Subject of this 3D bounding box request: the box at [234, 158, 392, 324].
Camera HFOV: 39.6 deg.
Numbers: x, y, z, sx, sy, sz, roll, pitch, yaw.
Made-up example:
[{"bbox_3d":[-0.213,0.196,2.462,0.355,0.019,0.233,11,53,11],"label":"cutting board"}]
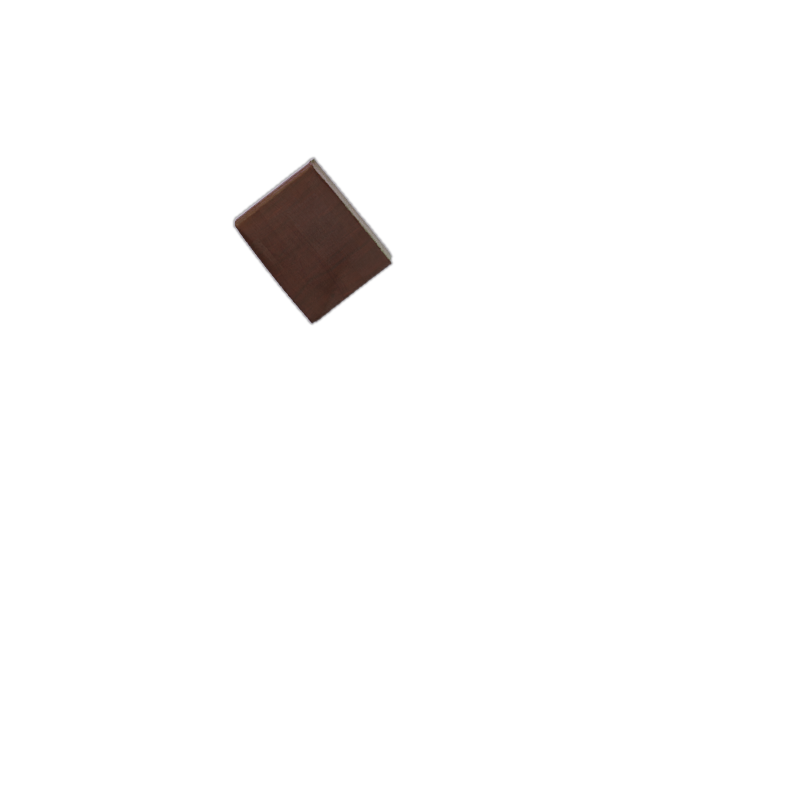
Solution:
[{"bbox_3d":[-0.075,-0.136,0.951,0.089,0.110,0.040,-37,12,9],"label":"box"}]
